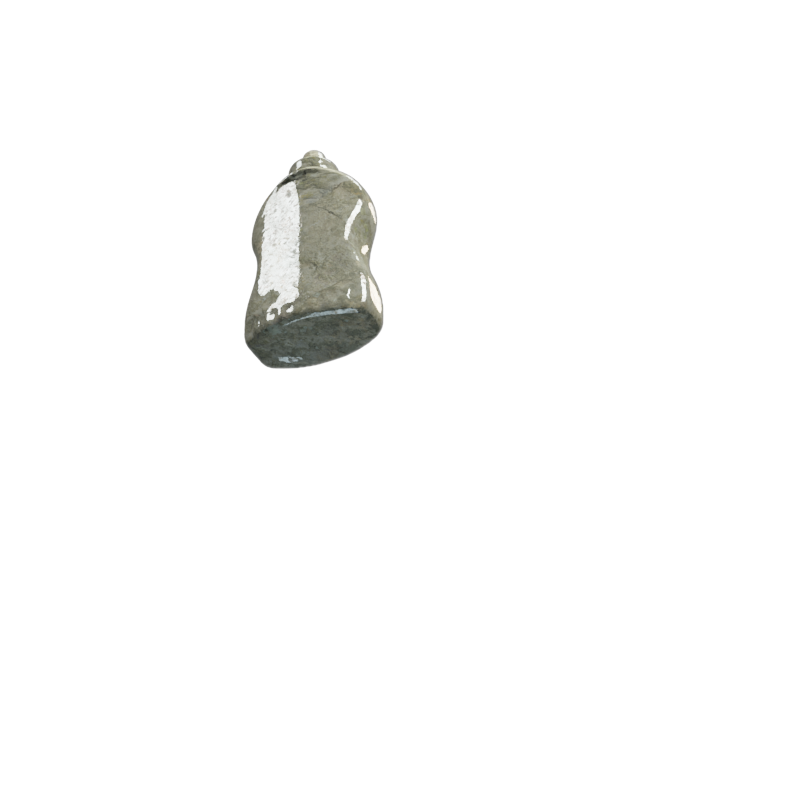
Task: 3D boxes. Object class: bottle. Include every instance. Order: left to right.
[{"bbox_3d":[-0.064,-0.117,0.824,0.097,0.206,0.054,-19,-43,18],"label":"bottle"}]
